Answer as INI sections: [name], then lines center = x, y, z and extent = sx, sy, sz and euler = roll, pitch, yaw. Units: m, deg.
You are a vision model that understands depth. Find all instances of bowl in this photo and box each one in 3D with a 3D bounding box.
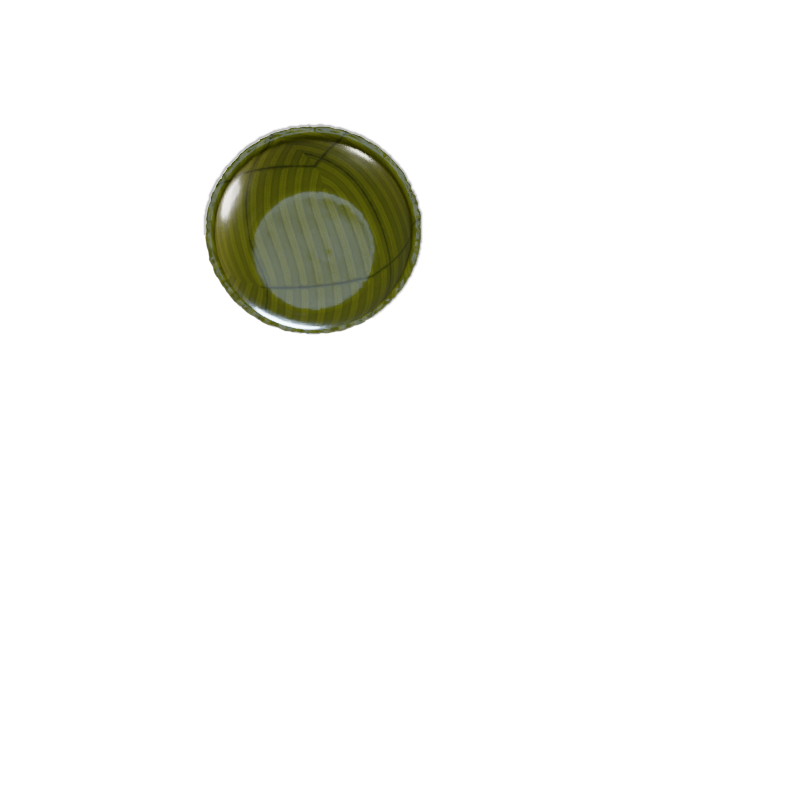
[bowl]
center = -0.063, -0.115, 0.802
extent = 0.162, 0.156, 0.057
euler = 0, 17, -1
